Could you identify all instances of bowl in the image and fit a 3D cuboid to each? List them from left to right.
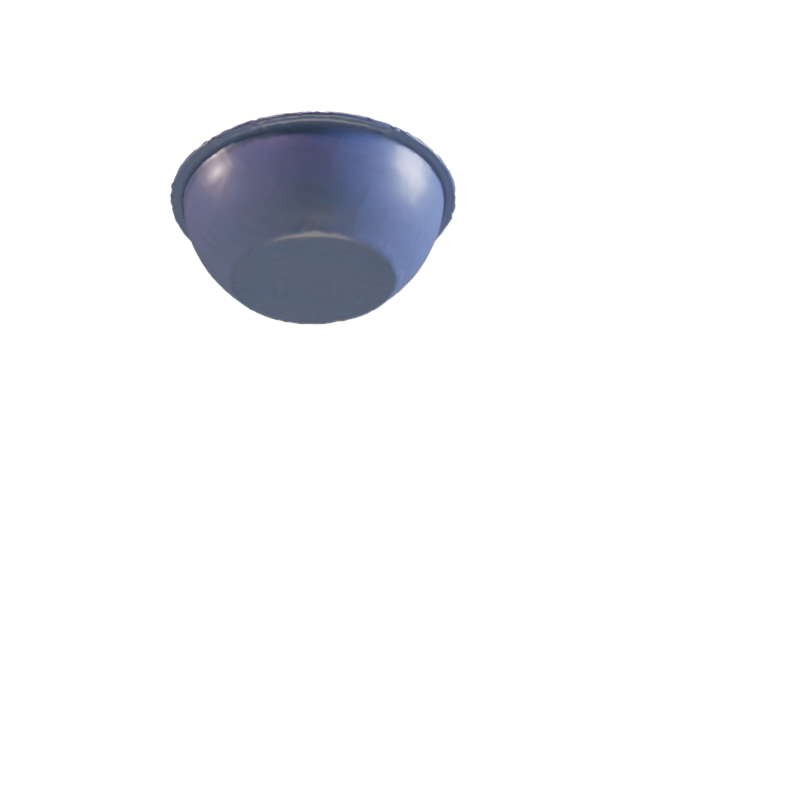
[{"bbox_3d":[-0.048,-0.088,0.616,0.162,0.059,0.152,1,-29,-2],"label":"bowl"}]
